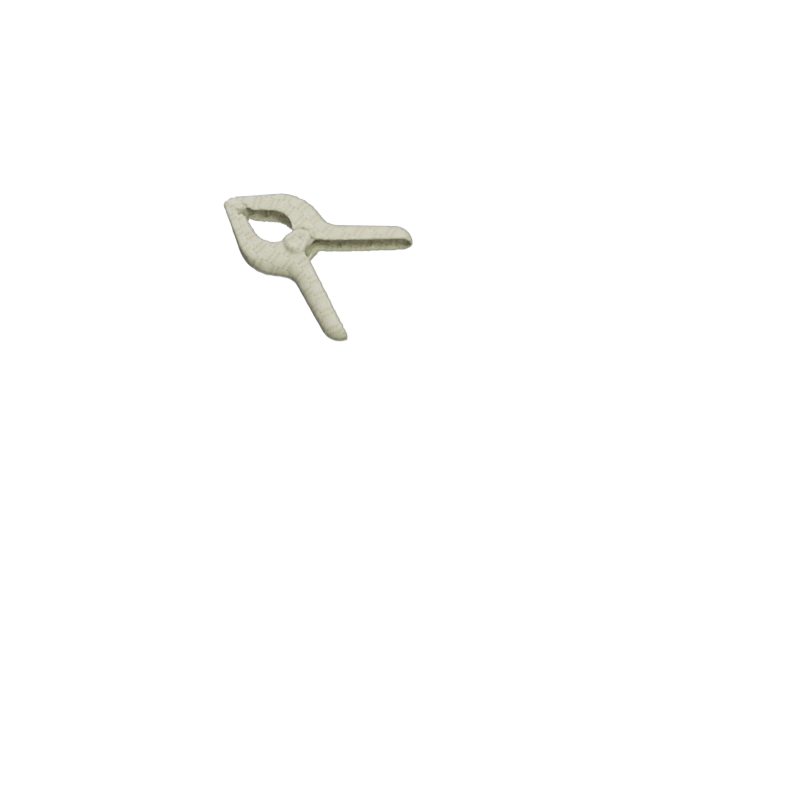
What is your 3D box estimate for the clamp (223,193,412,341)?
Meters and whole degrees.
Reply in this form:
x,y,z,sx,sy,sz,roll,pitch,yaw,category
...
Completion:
x,y,z,sx,sy,sz,roll,pitch,yaw,category
-0.078,-0.142,0.994,0.180,0.122,0.037,38,-23,19,clamp
